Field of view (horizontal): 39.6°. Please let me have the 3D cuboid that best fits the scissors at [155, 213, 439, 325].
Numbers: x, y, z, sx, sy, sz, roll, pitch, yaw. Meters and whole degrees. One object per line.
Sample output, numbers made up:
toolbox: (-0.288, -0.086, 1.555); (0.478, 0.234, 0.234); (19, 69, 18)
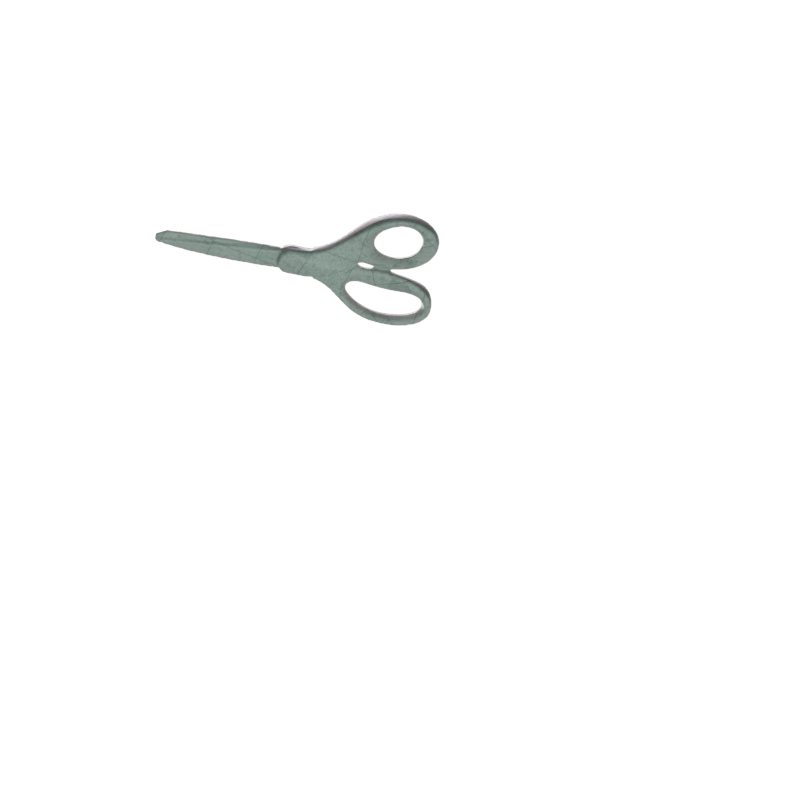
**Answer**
scissors: (-0.061, -0.111, 0.777); (0.196, 0.093, 0.017); (23, 29, -13)
